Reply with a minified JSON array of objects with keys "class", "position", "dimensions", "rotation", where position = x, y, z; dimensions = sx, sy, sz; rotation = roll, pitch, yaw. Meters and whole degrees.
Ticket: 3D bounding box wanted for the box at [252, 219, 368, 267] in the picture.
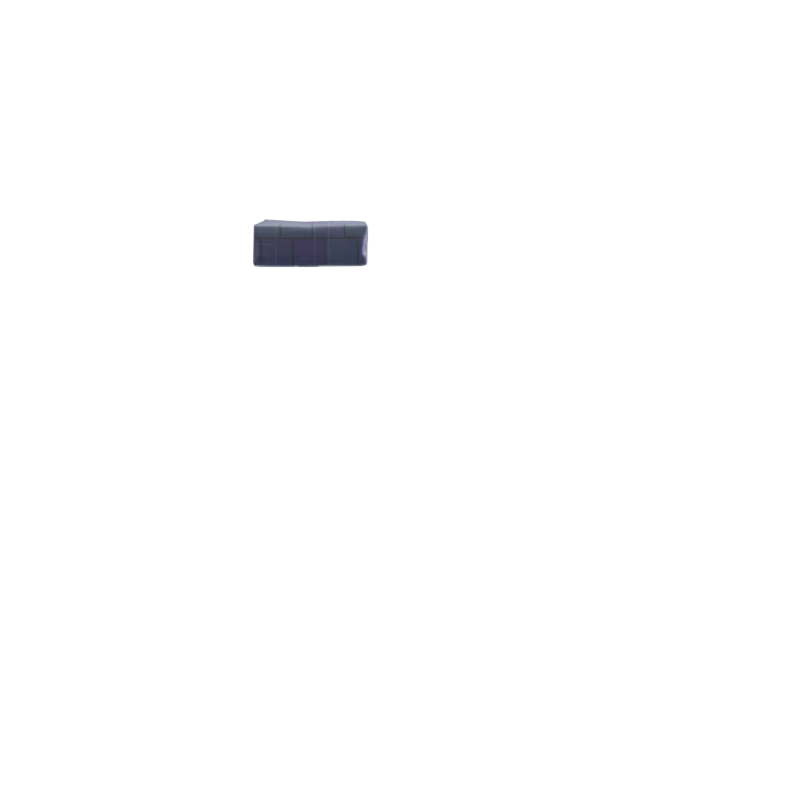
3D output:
[{"class":"box","position":[-0.058,-0.106,0.744],"dimensions":[0.073,0.030,0.090],"rotation":[0,10,0]}]
